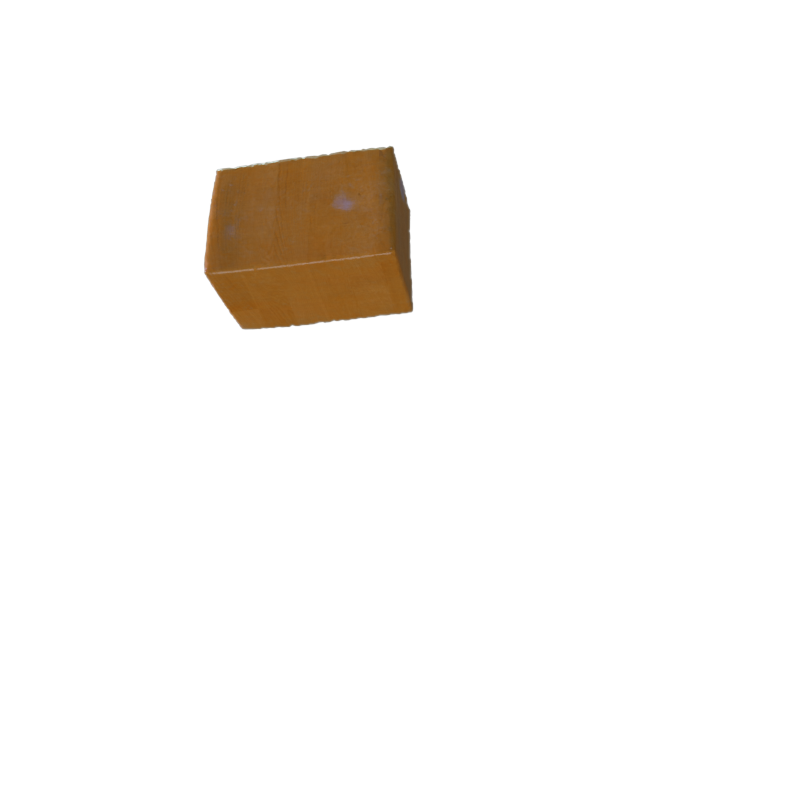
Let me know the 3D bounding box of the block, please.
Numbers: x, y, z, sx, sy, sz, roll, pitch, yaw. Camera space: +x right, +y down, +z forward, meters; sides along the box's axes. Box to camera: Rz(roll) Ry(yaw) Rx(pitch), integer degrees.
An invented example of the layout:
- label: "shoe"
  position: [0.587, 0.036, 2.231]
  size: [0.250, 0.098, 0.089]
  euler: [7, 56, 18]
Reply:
- label: "block"
  position: [-0.036, -0.066, 0.464]
  size: [0.079, 0.054, 0.049]
  euler: [-6, -29, 9]
